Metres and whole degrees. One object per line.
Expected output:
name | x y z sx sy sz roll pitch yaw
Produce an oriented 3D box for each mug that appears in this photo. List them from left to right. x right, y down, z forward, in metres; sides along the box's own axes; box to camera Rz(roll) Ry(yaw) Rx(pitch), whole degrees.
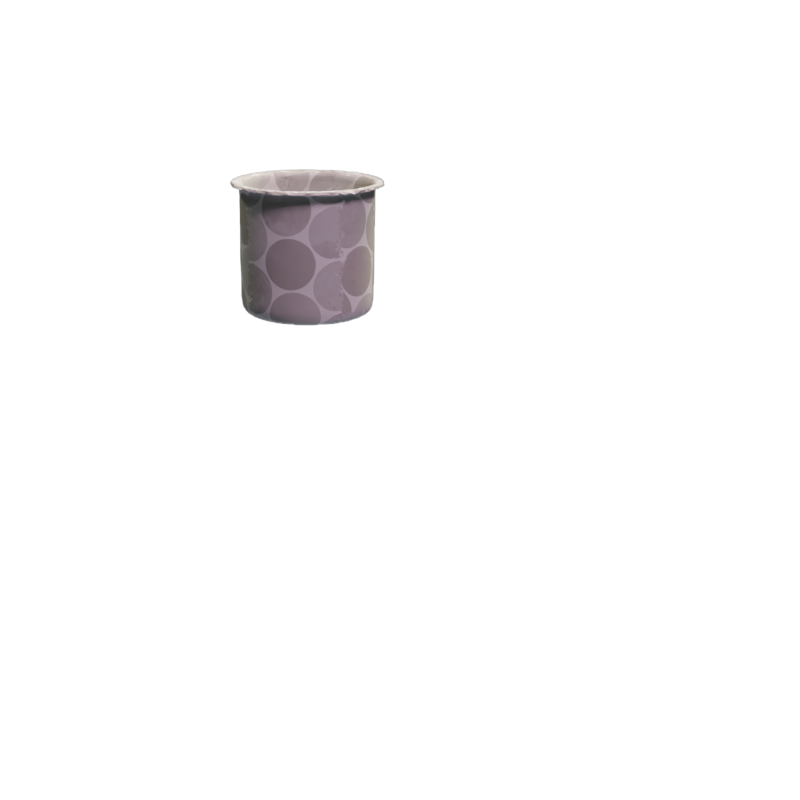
mug | -0.054 -0.098 0.688 0.095 0.079 0.119 5 18 14
